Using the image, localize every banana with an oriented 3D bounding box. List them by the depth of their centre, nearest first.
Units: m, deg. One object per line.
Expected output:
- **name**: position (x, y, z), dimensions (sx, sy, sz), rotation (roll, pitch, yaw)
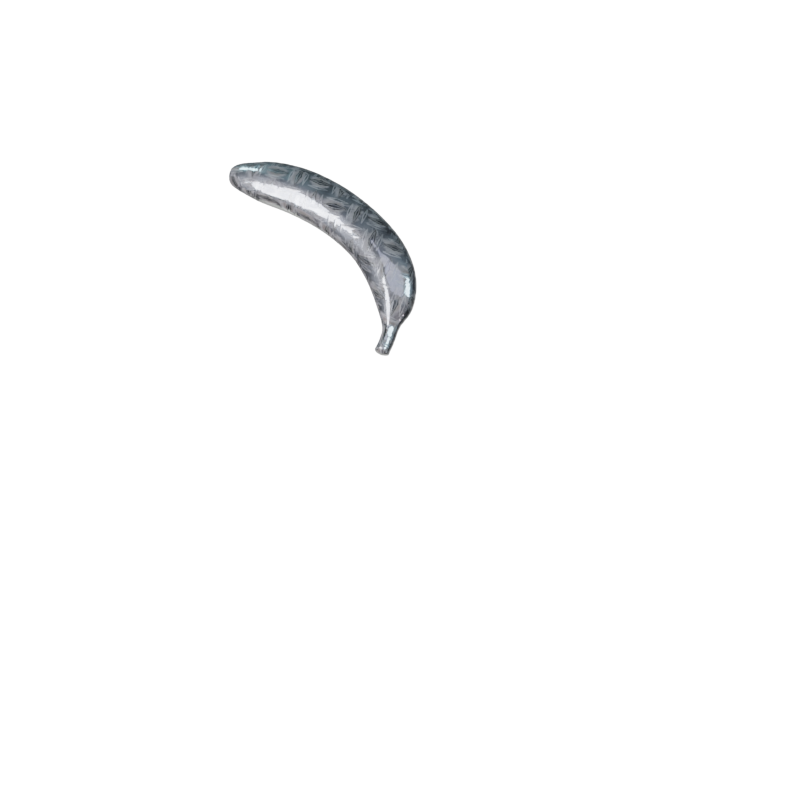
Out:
- **banana**: position (-0.048, -0.126, 0.835), dimensions (0.070, 0.210, 0.034), rotation (-33, -25, -18)
